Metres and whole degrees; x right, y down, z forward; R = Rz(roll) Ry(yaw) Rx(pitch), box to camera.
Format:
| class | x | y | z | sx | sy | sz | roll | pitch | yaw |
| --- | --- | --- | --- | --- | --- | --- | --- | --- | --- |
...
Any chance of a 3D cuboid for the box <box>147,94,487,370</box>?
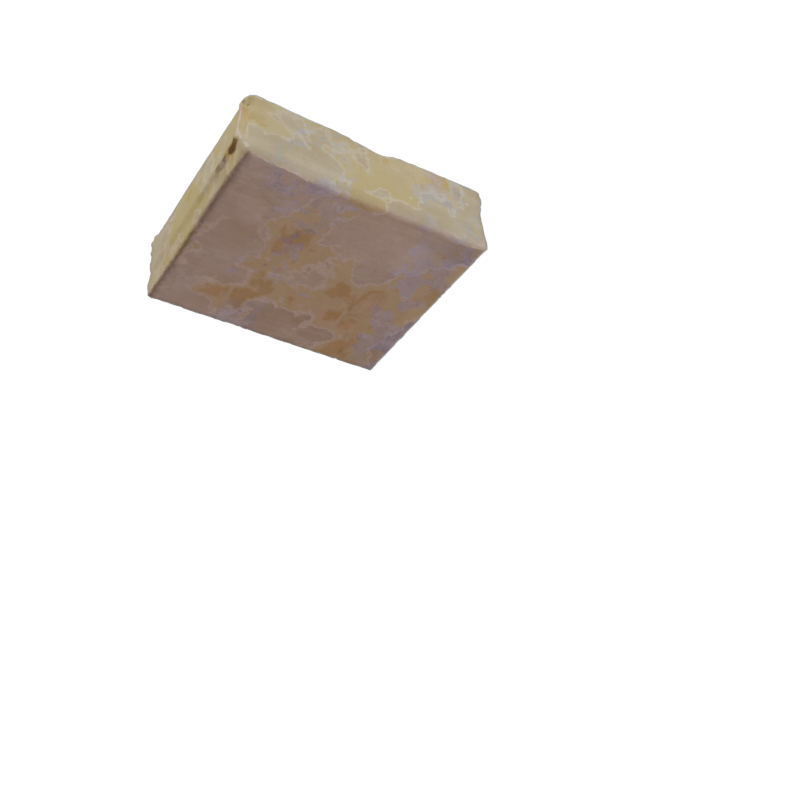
| class | x | y | z | sx | sy | sz | roll | pitch | yaw |
| --- | --- | --- | --- | --- | --- | --- | --- | --- | --- |
| box | -0.029 | -0.052 | 0.366 | 0.086 | 0.032 | 0.071 | 20 | -45 | -23 |
